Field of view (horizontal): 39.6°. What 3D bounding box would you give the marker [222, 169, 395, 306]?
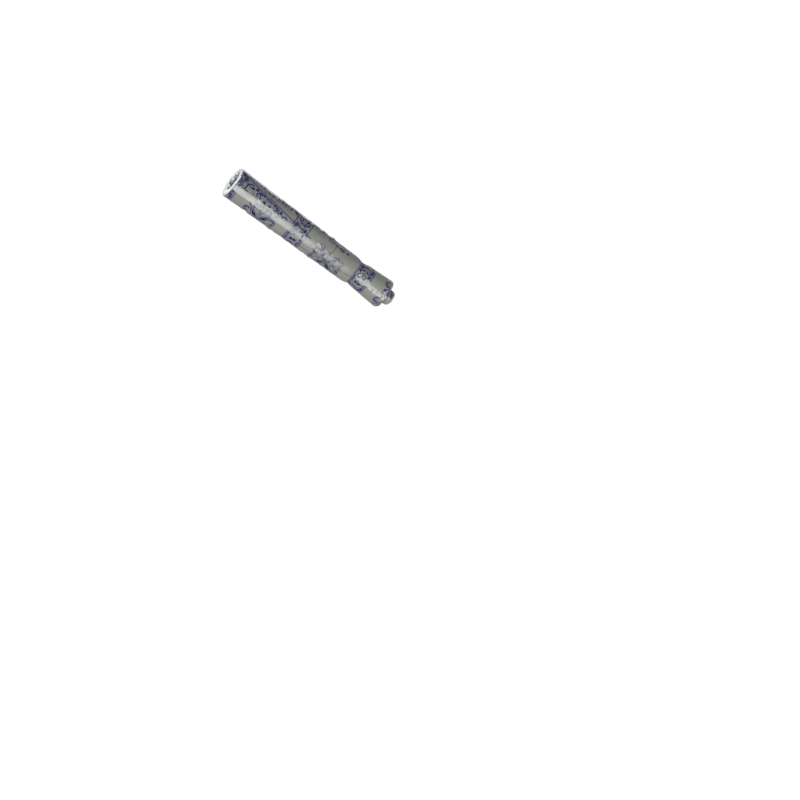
[{"bbox_3d":[-0.051,-0.093,0.648,0.116,0.020,0.020,35,-10,-18],"label":"marker"}]
